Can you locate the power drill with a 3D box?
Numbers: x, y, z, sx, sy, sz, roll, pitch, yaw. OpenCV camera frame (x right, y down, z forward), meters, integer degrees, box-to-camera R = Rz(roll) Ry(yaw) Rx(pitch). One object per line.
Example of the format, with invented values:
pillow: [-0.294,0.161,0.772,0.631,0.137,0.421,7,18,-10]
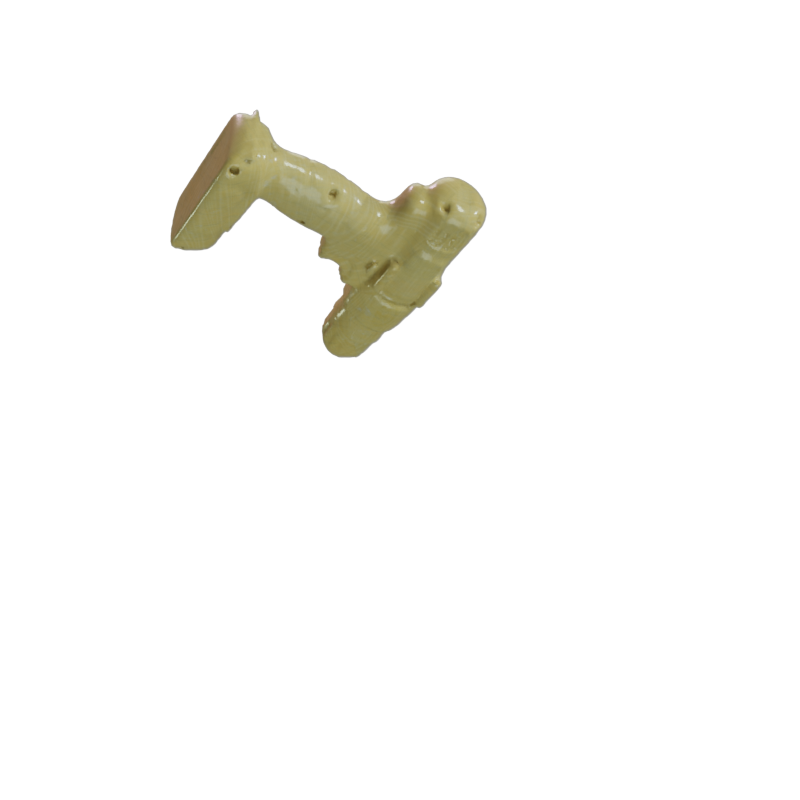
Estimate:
power drill: [-0.061,-0.111,0.775,0.180,0.062,0.179,21,-46,-22]
